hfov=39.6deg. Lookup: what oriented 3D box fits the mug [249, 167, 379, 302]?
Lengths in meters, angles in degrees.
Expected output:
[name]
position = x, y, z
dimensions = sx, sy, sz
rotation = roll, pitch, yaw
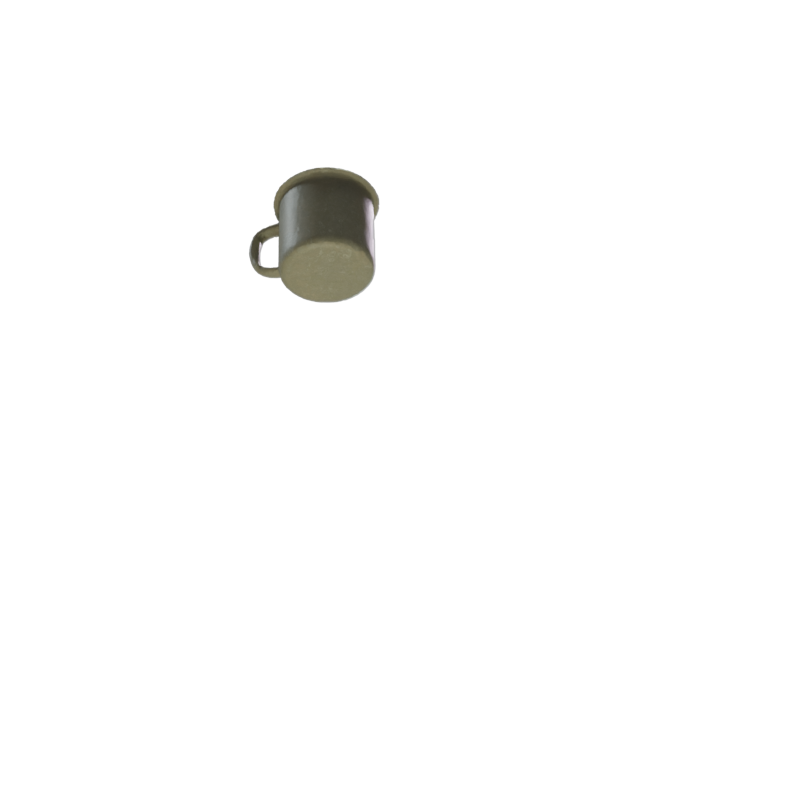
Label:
[mug]
position = -0.074, -0.135, 0.949
dimensions = 0.118, 0.087, 0.086
rotation = -11, -39, 12
